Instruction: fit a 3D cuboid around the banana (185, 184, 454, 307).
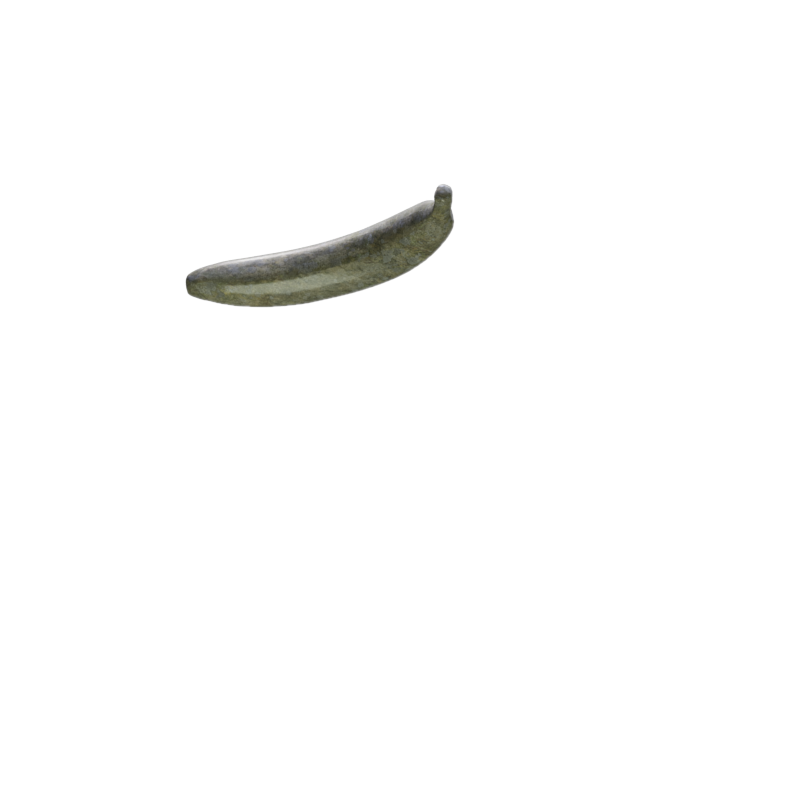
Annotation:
[{"bbox_3d":[-0.043,-0.094,0.719,0.200,0.039,0.064,-17,-37,25],"label":"banana"}]
